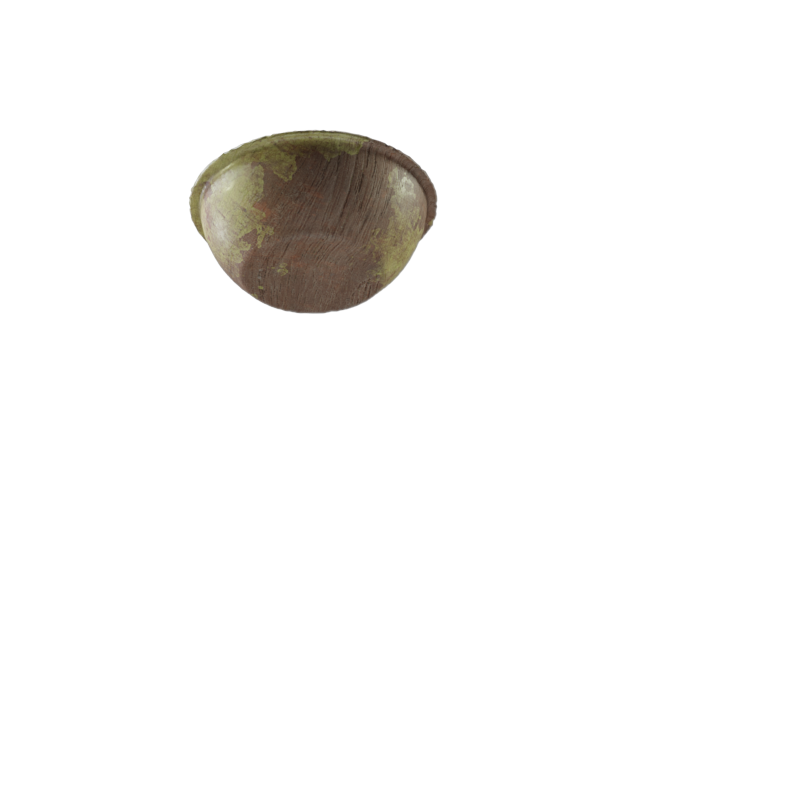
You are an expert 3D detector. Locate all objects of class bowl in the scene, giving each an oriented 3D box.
[{"bbox_3d":[-0.056,-0.101,0.709,0.162,0.059,0.152,1,-29,-2],"label":"bowl"}]
